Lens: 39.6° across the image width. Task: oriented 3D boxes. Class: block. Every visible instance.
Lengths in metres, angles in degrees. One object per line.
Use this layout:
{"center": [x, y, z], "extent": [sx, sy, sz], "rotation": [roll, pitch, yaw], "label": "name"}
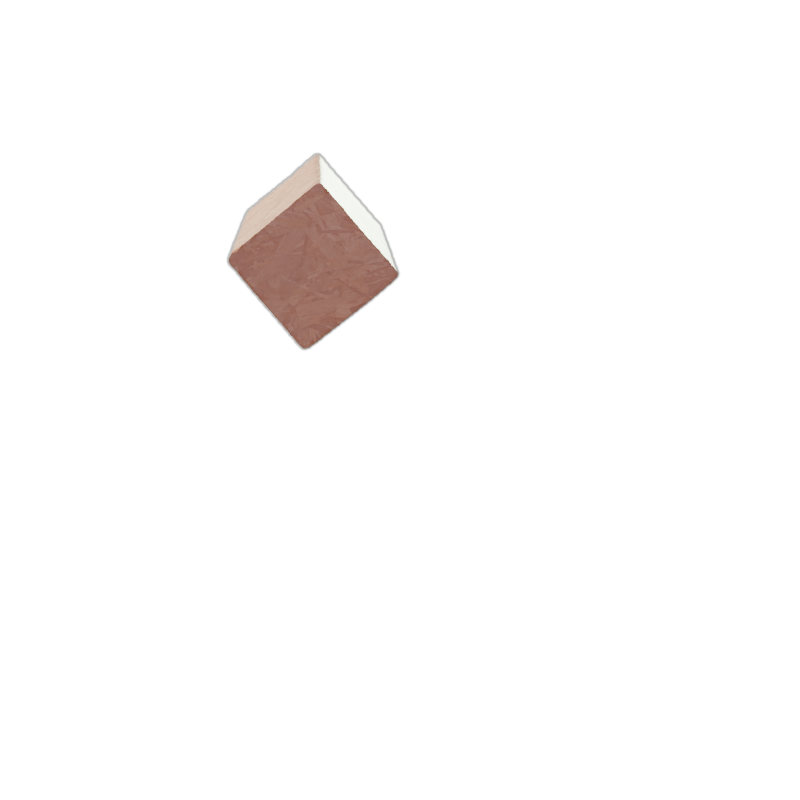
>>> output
{"center": [-0.069, -0.125, 0.881], "extent": [0.090, 0.088, 0.214], "rotation": [-39, 16, 8], "label": "block"}
